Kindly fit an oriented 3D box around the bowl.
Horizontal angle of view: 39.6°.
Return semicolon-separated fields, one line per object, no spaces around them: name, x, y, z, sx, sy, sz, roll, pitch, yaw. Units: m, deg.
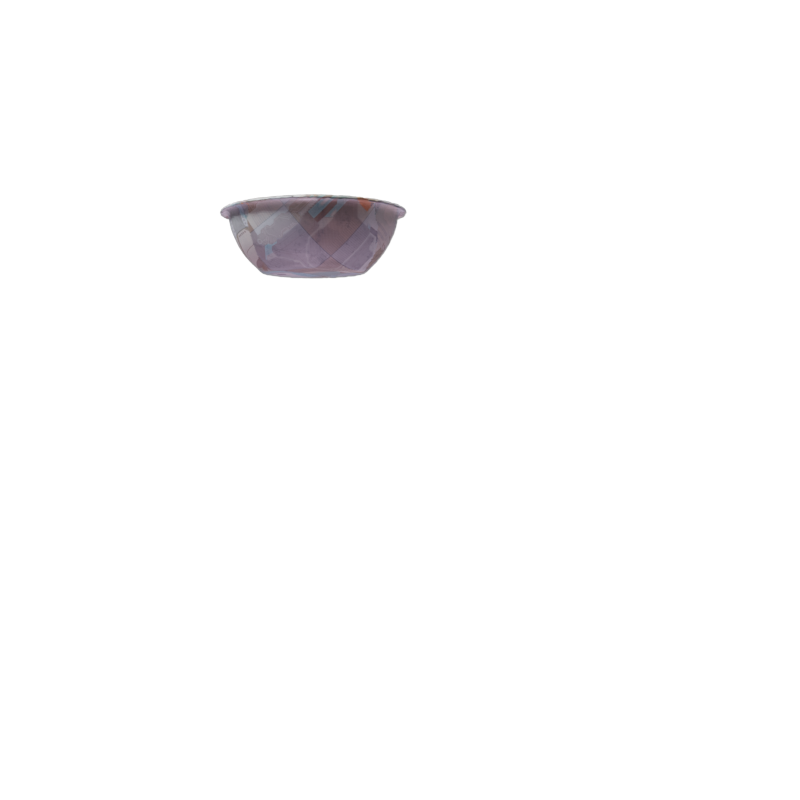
bowl;-0.075;-0.137;0.960;0.162;0.056;0.161;0;0;-2
